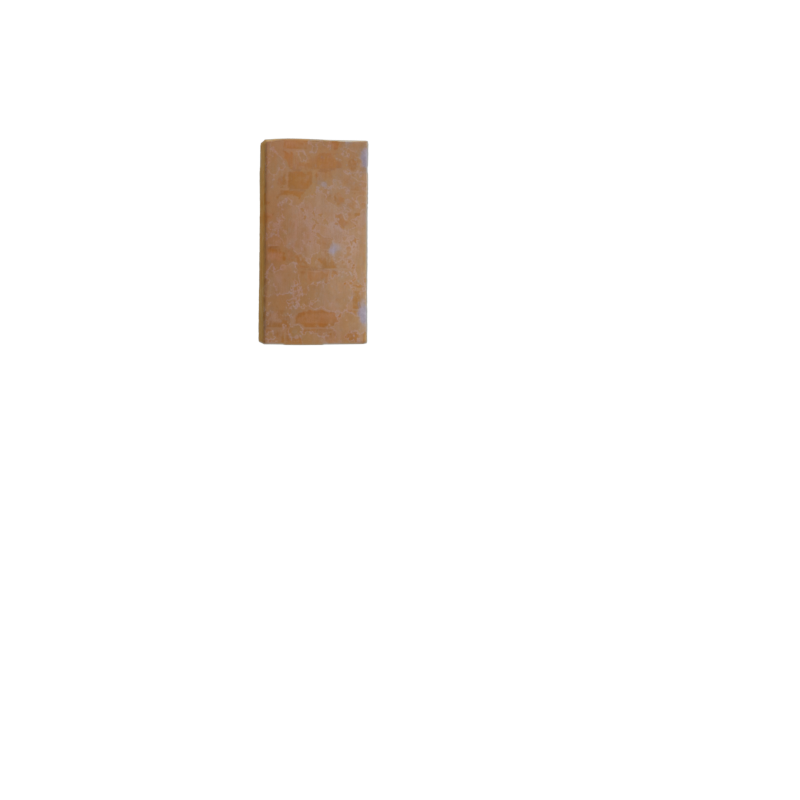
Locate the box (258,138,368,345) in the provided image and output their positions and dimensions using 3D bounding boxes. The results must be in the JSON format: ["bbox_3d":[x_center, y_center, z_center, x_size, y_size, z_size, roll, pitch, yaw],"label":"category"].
[{"bbox_3d":[-0.075,-0.137,0.961,0.092,0.176,0.049,0,1,-10],"label":"box"}]
